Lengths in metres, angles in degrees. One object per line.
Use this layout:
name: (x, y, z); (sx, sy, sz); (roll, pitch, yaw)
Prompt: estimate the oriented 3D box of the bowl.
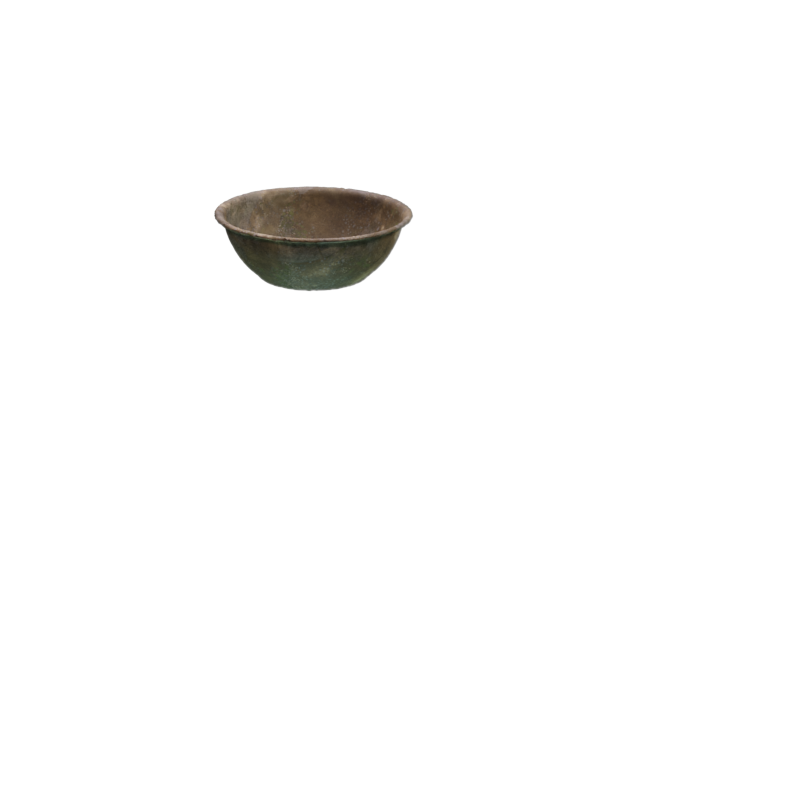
bowl: (-0.071, -0.130, 0.910); (0.162, 0.053, 0.170); (-1, 23, -2)
